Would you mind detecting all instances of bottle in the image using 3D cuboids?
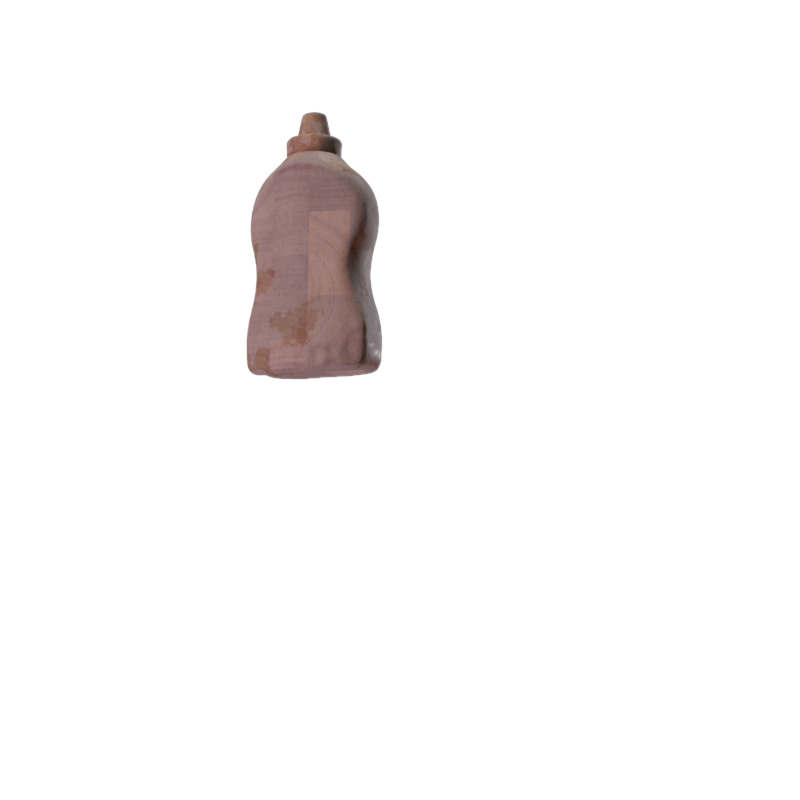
[{"bbox_3d":[-0.062,-0.114,0.797,0.098,0.197,0.055,-7,-13,29],"label":"bottle"}]
